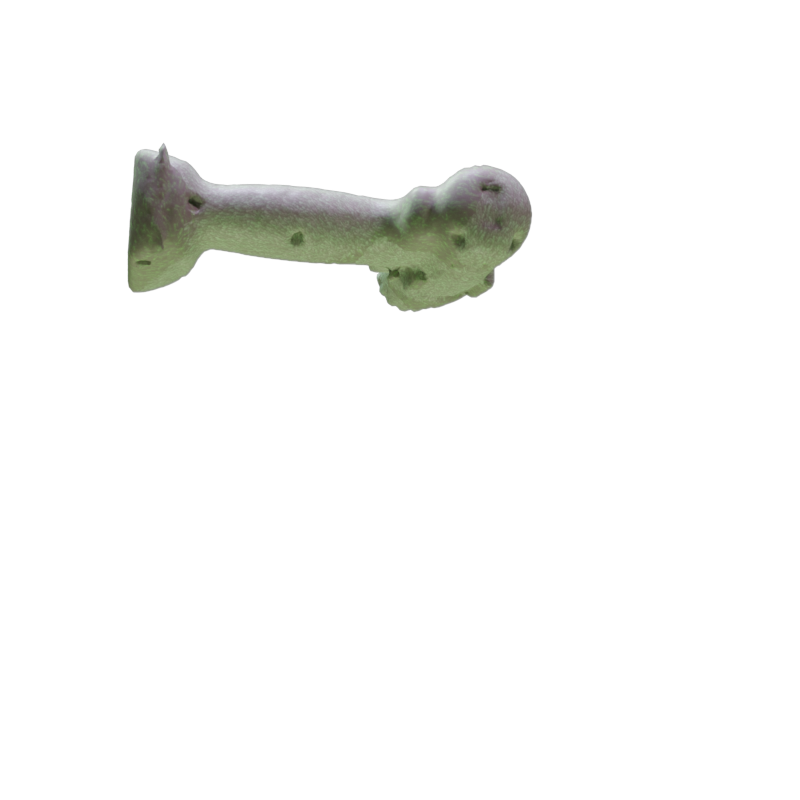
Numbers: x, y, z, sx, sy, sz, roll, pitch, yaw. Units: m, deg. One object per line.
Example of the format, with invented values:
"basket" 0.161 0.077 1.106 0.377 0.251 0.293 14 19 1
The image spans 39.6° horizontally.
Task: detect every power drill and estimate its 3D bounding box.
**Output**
"power drill" -0.045 -0.081 0.569 0.185 0.059 0.182 1 -8 -10
